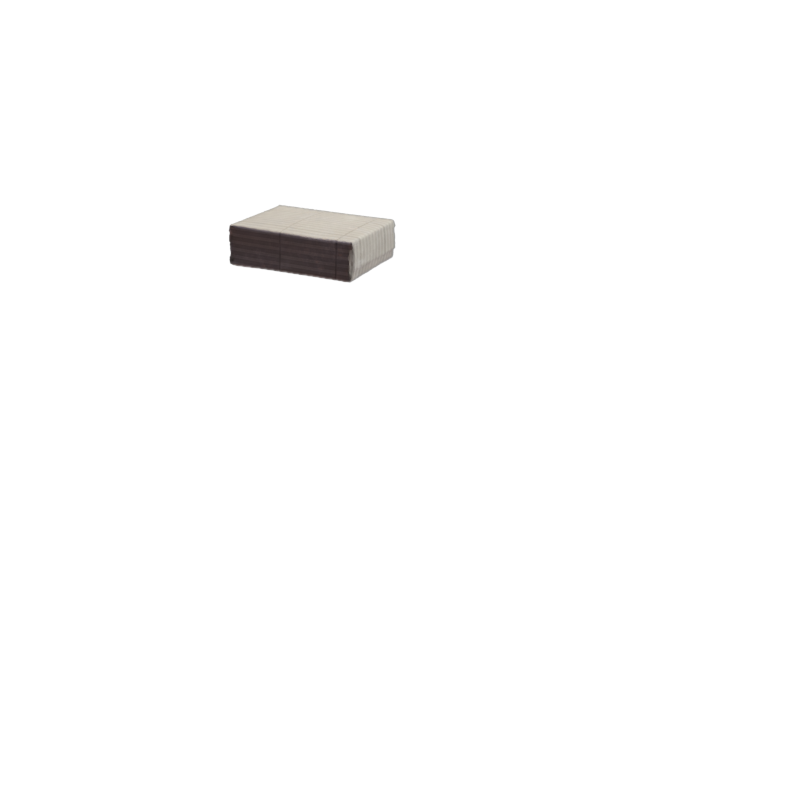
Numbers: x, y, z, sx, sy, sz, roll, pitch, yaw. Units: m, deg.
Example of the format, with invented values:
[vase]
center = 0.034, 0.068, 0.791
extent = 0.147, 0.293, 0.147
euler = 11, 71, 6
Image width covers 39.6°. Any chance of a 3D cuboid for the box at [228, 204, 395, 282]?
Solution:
[box]
center = -0.072, -0.131, 0.917
extent = 0.117, 0.037, 0.090
euler = 9, 21, 22
